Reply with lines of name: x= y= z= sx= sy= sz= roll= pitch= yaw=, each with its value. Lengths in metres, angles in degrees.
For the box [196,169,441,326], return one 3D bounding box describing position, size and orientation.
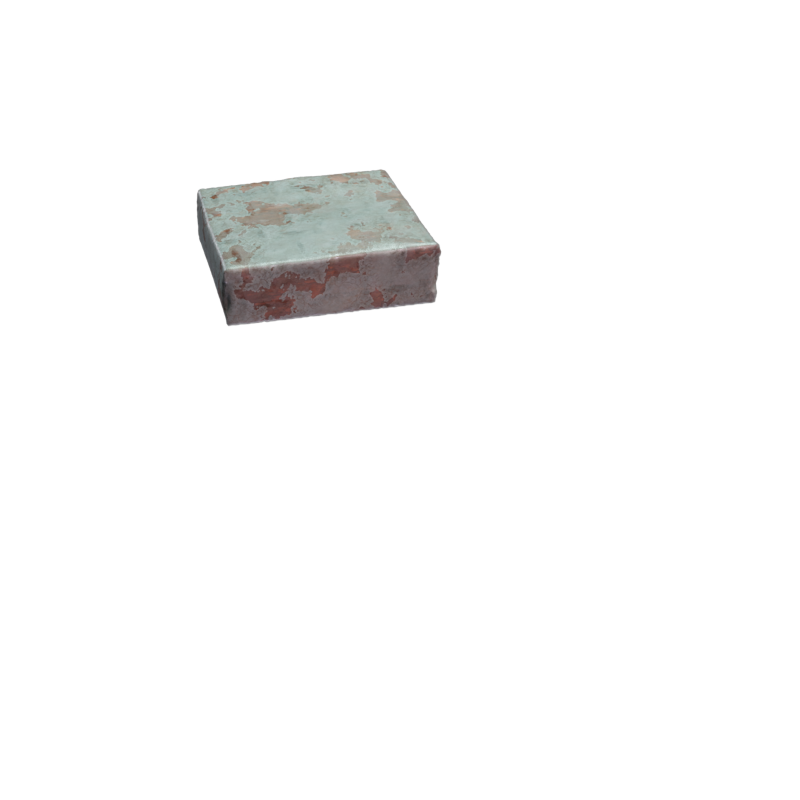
box: x=-0.036 y=-0.067 z=0.466 sx=0.088 sy=0.028 sz=0.079 roll=-9 pitch=35 yaw=-13
